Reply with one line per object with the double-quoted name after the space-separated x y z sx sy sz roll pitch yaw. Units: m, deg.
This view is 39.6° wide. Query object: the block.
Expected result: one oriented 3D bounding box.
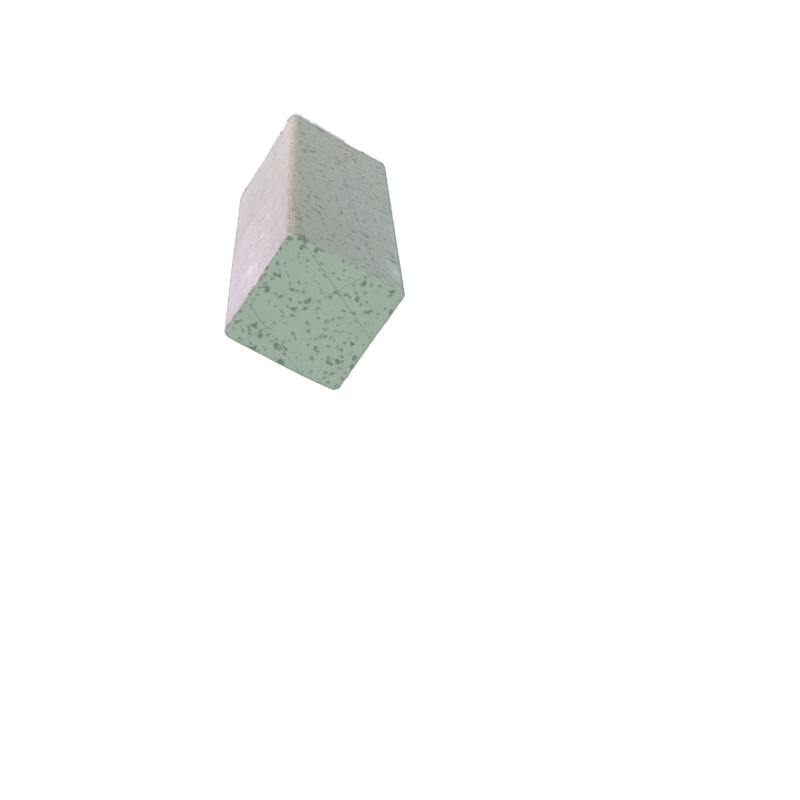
-0.064 -0.115 0.807 0.087 0.088 0.220 26 28 -19 "block"
